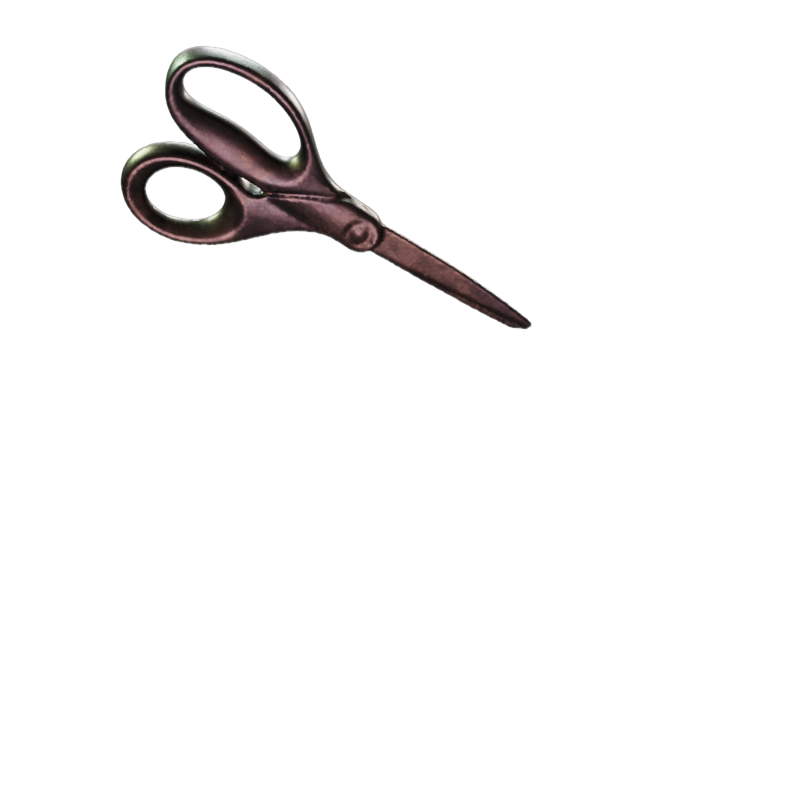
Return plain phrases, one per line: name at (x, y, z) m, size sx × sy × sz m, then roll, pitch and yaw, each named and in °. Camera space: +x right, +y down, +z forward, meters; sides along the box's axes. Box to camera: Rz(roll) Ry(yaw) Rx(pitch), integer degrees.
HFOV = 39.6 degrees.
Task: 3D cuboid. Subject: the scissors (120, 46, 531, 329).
scissors at (-0.038, -0.070, 0.488) m, size 0.096 × 0.190 × 0.017 m, roll -35°, pitch 28°, yaw 21°
